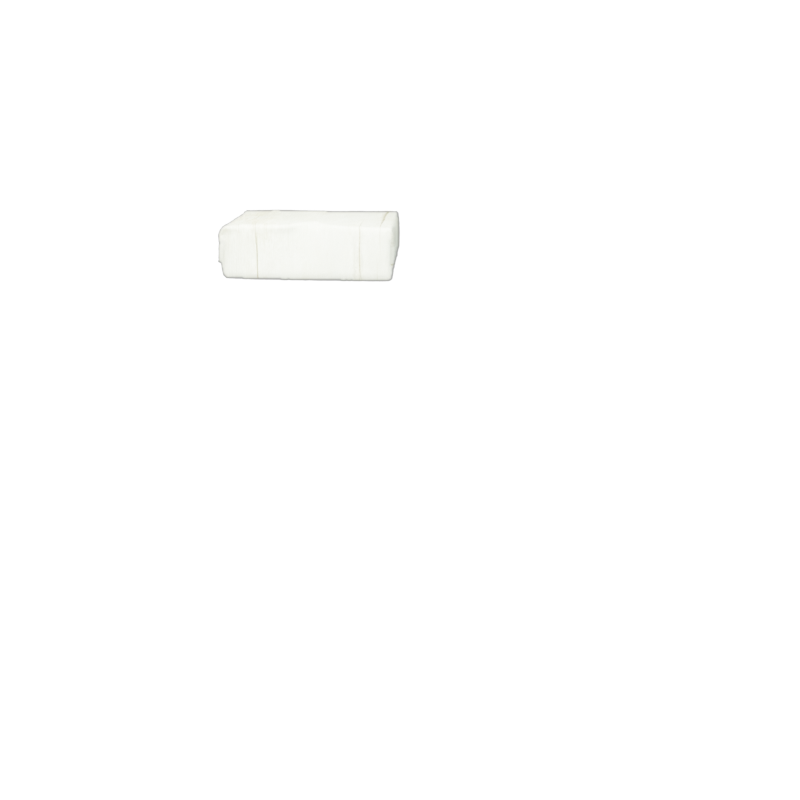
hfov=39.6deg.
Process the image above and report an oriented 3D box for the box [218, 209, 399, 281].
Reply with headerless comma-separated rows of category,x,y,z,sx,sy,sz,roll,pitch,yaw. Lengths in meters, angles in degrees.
box,-0.046,-0.084,0.588,0.090,0.029,0.075,1,15,5
